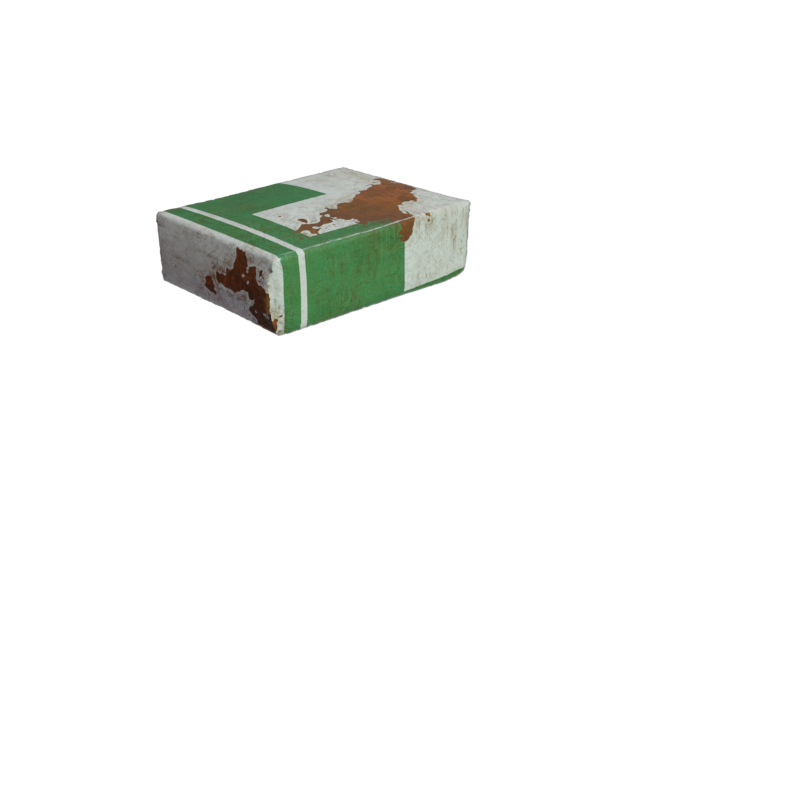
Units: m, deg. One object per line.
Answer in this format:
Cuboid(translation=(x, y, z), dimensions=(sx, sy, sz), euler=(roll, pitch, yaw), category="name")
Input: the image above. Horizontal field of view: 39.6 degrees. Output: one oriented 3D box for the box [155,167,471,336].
Cuboid(translation=(-0.039, -0.071, 0.498), dimensions=(0.112, 0.037, 0.096), euler=(-20, 31, -37), category="box")
